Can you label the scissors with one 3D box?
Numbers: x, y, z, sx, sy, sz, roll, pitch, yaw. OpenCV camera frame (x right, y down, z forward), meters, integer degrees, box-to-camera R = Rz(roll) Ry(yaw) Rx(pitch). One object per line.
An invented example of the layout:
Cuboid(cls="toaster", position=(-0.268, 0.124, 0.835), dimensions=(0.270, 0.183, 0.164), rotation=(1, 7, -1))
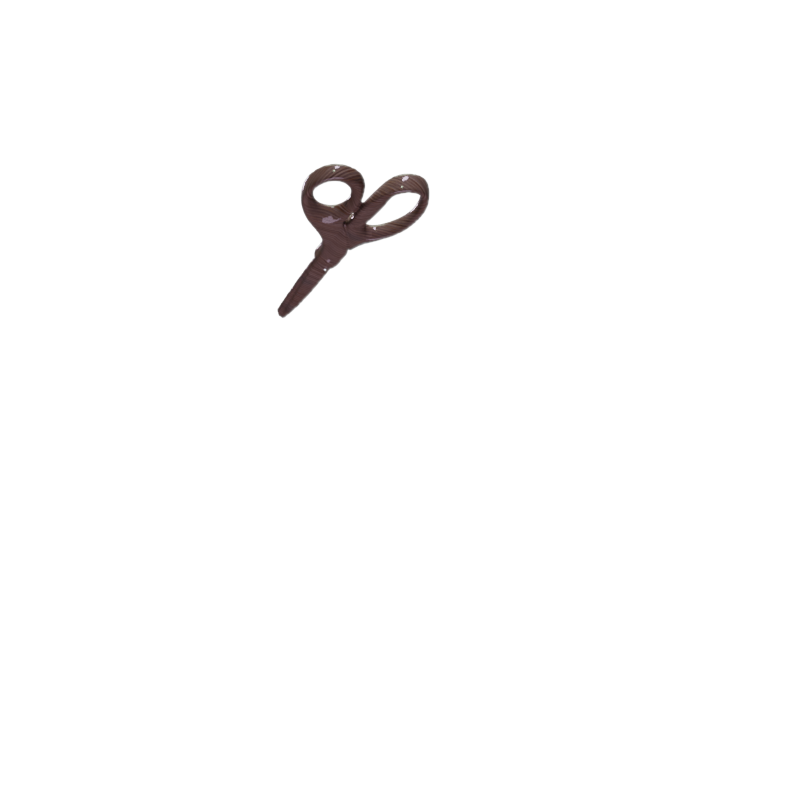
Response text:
Cuboid(cls="scissors", position=(-0.063, -0.116, 0.811), dimensions=(0.091, 0.017, 0.201), rotation=(23, -36, -36))
